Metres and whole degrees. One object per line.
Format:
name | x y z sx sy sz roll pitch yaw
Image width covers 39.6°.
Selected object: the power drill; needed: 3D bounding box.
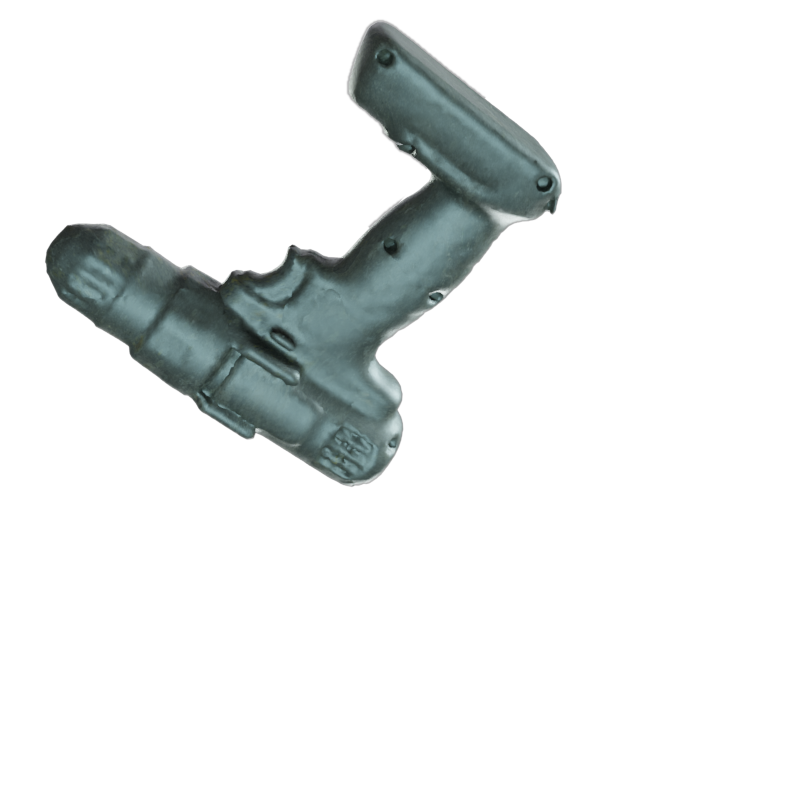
power drill | -0.038 -0.070 0.487 0.178 0.184 0.061 35 20 -15
